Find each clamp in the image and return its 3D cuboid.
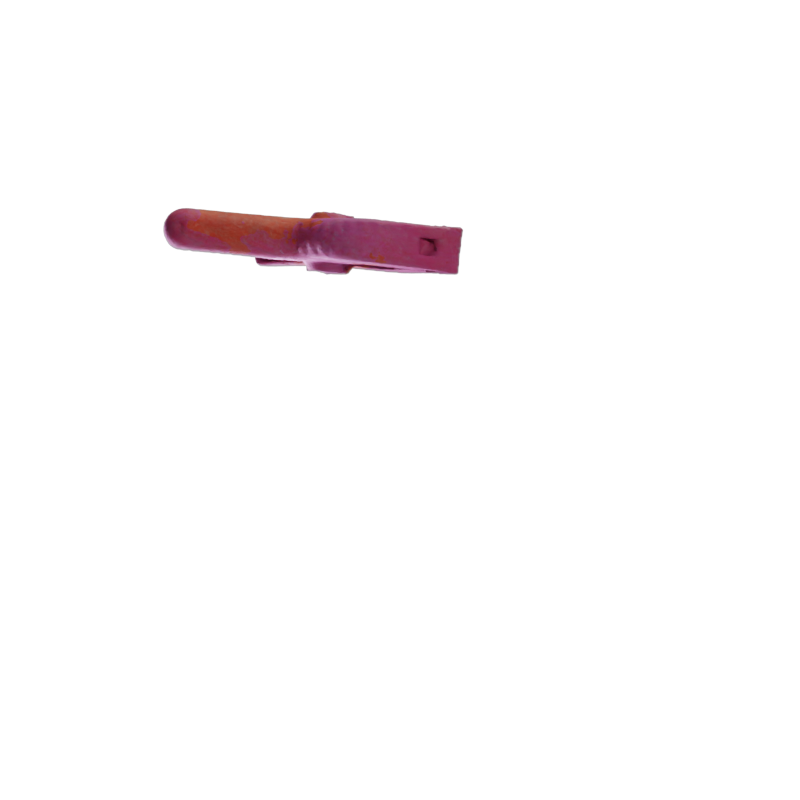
[{"bbox_3d":[-0.051,-0.094,0.657,0.178,0.039,0.116,4,7,34],"label":"clamp"}]
